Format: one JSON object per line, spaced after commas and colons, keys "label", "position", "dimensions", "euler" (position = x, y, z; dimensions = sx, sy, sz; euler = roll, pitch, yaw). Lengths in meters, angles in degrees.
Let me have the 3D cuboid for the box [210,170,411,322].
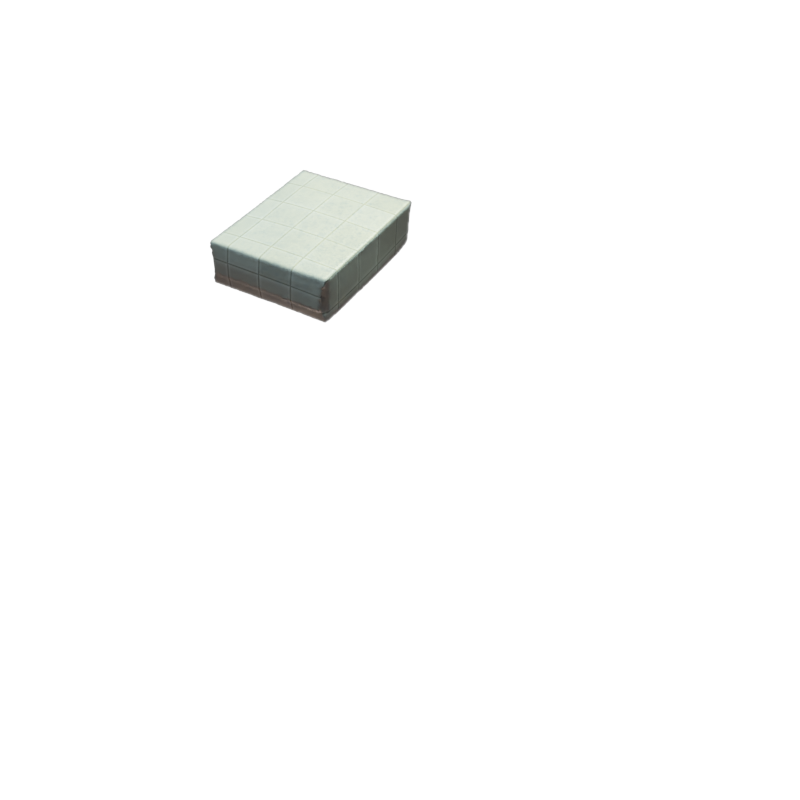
{"label": "box", "position": [-0.058, -0.106, 0.741], "dimensions": [0.094, 0.036, 0.116], "euler": [20, 41, 24]}
